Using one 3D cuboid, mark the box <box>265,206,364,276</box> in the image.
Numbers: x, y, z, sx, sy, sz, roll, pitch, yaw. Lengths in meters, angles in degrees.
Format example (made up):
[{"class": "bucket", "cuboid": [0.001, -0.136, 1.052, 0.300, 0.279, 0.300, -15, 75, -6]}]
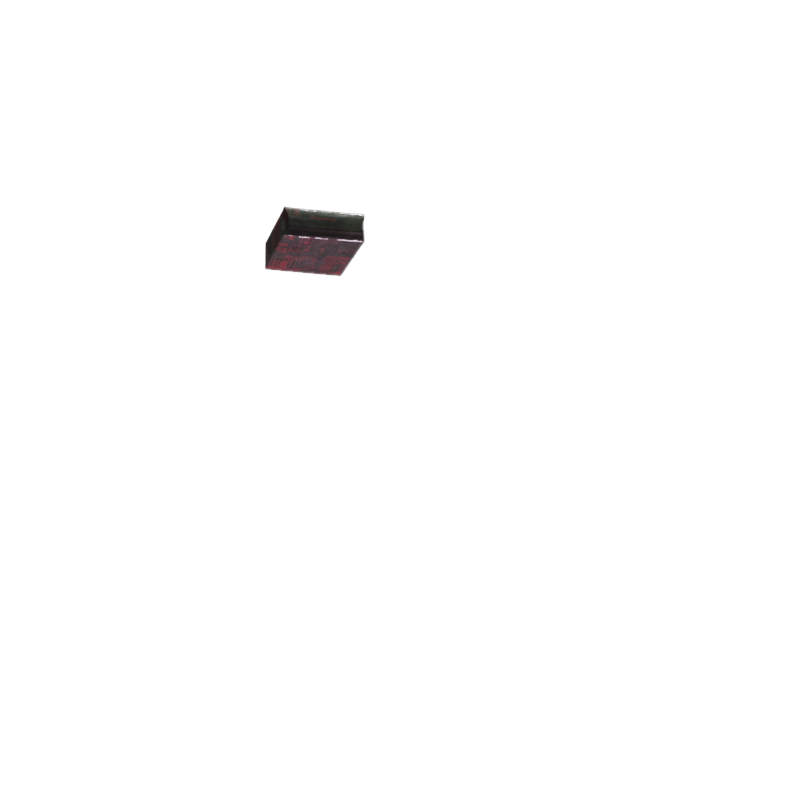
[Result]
[{"class": "box", "cuboid": [-0.077, -0.141, 0.990, 0.072, 0.032, 0.087, 4, -17, -14]}]
